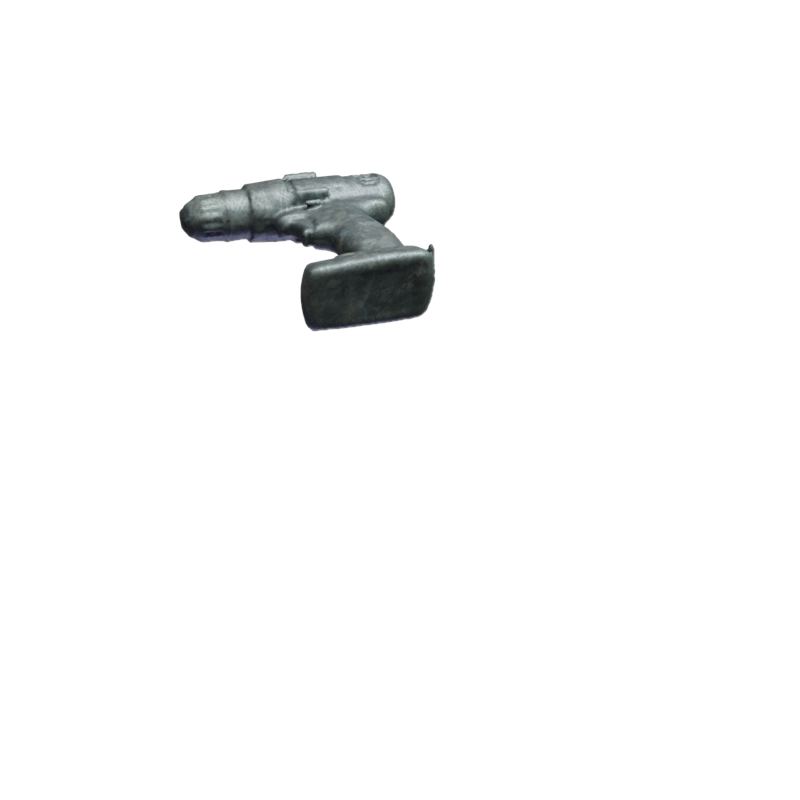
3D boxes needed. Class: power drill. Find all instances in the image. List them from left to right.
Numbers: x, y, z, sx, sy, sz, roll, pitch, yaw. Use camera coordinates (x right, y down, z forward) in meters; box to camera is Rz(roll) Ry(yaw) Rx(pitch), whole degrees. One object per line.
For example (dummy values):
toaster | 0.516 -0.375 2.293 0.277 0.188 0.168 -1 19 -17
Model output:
power drill | -0.068 -0.125 0.874 0.182 0.054 0.202 -11 35 -17
